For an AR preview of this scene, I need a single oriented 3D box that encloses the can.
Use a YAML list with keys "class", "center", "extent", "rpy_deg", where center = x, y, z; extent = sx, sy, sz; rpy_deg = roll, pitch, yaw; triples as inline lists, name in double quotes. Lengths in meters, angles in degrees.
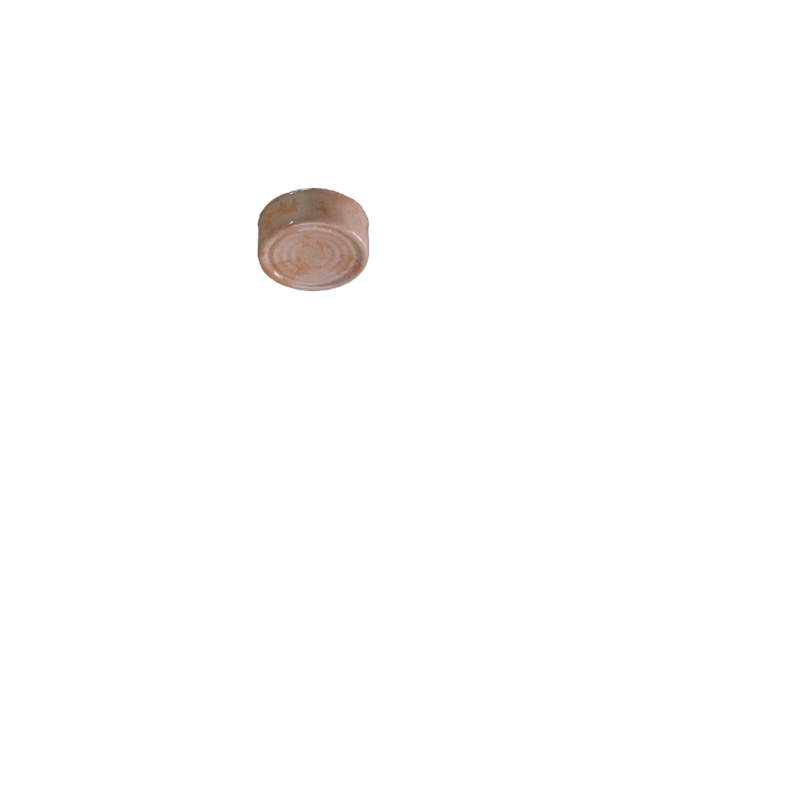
- class: "can"
  center: [-0.066, -0.120, 0.842]
  extent: [0.086, 0.036, 0.080]
  rpy_deg: [1, -35, -2]
